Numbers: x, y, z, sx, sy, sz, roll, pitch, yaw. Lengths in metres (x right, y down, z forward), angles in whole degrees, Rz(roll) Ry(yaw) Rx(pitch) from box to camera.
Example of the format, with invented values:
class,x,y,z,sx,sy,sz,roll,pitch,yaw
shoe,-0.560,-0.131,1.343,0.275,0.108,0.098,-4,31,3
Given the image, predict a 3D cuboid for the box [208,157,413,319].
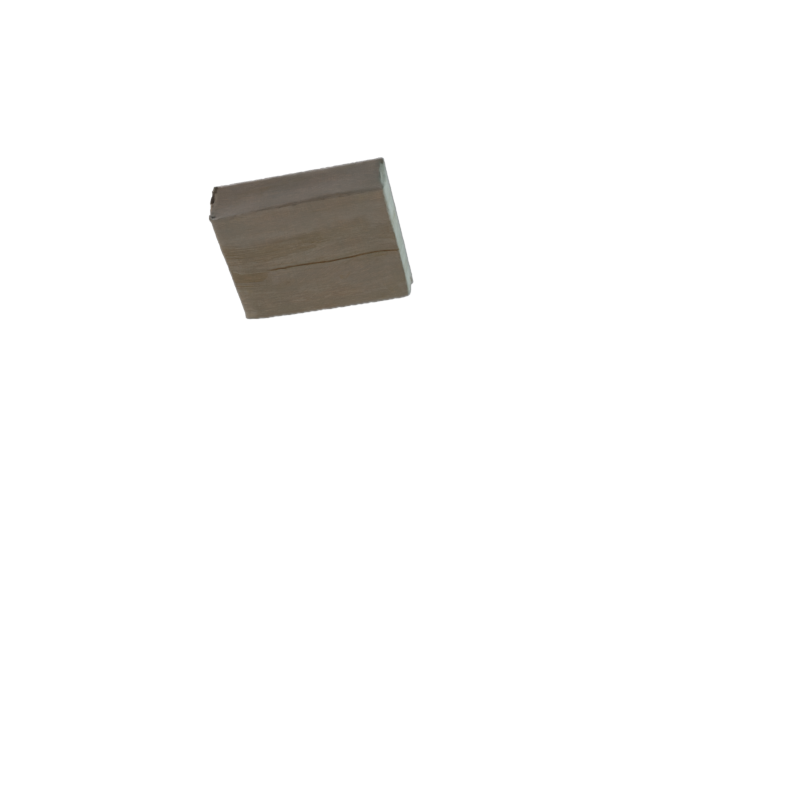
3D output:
class,x,y,z,sx,sy,sz,roll,pitch,yaw
box,-0.055,-0.100,0.704,0.114,0.083,0.042,-9,41,7
